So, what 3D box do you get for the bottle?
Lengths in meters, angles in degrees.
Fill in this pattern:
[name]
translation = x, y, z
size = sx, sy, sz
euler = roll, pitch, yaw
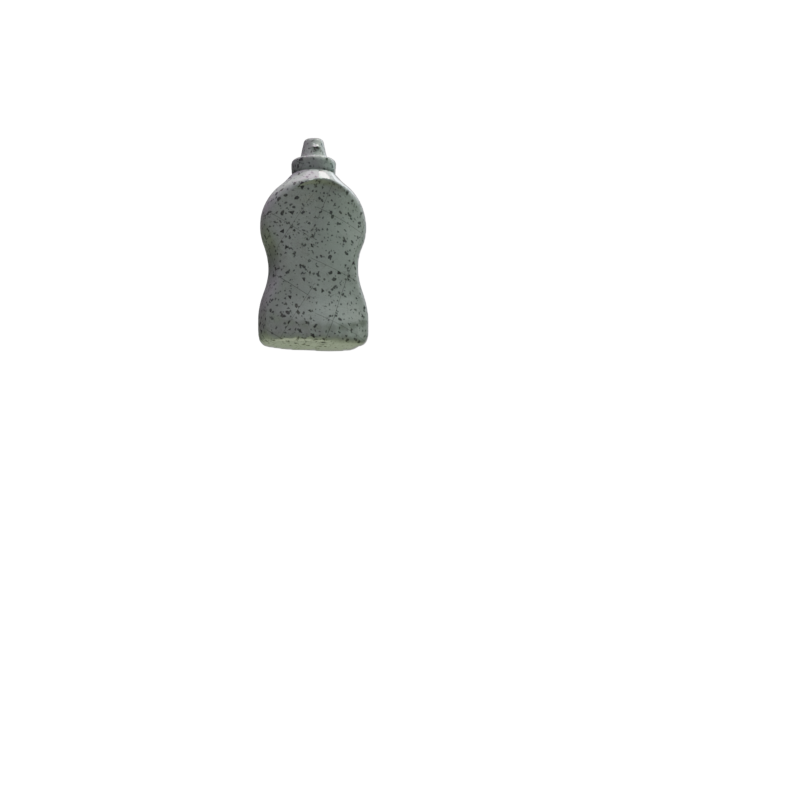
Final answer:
[bottle]
translation = -0.078, -0.143, 0.999
size = 0.094, 0.198, 0.058
euler = 3, -14, -16
